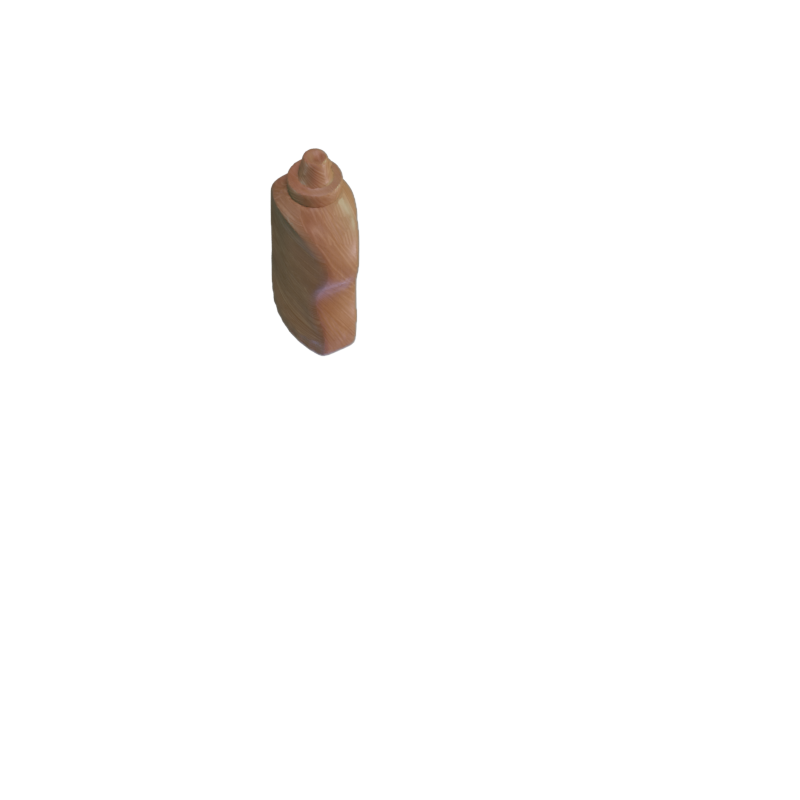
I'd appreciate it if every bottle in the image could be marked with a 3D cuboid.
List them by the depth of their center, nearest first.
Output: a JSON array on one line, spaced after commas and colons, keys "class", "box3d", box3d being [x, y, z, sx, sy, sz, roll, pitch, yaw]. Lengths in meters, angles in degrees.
[{"class": "bottle", "box3d": [-0.067, -0.123, 0.861, 0.058, 0.103, 0.179, -21, -31, -17]}]
